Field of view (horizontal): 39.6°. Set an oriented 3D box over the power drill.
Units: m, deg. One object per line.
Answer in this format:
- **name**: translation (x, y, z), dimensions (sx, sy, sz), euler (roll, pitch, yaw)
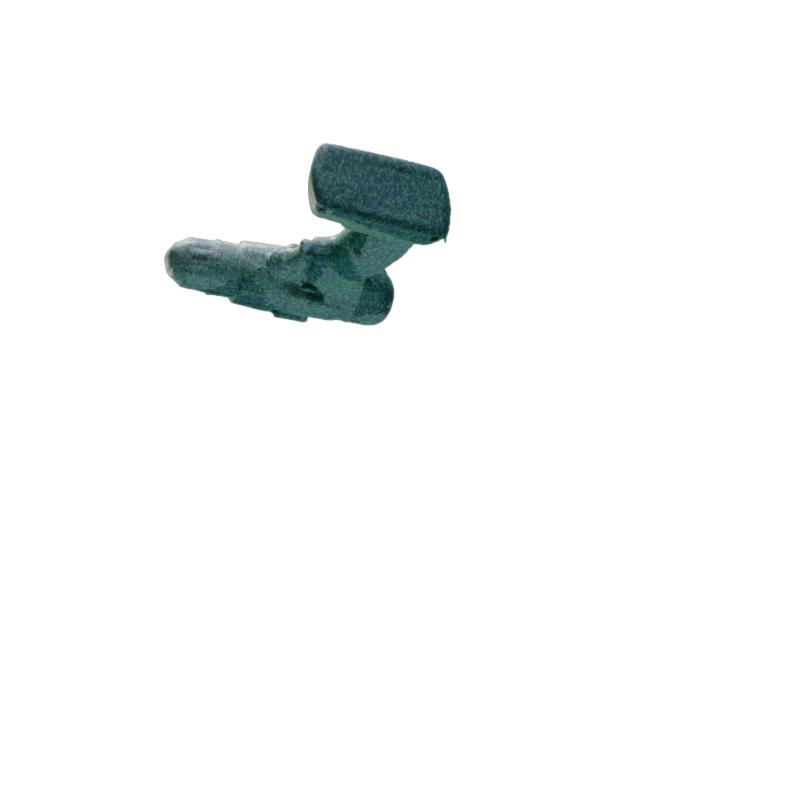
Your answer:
- **power drill**: translation (-0.063, -0.115, 0.807), dimensions (0.178, 0.060, 0.184), euler (8, -21, -23)
